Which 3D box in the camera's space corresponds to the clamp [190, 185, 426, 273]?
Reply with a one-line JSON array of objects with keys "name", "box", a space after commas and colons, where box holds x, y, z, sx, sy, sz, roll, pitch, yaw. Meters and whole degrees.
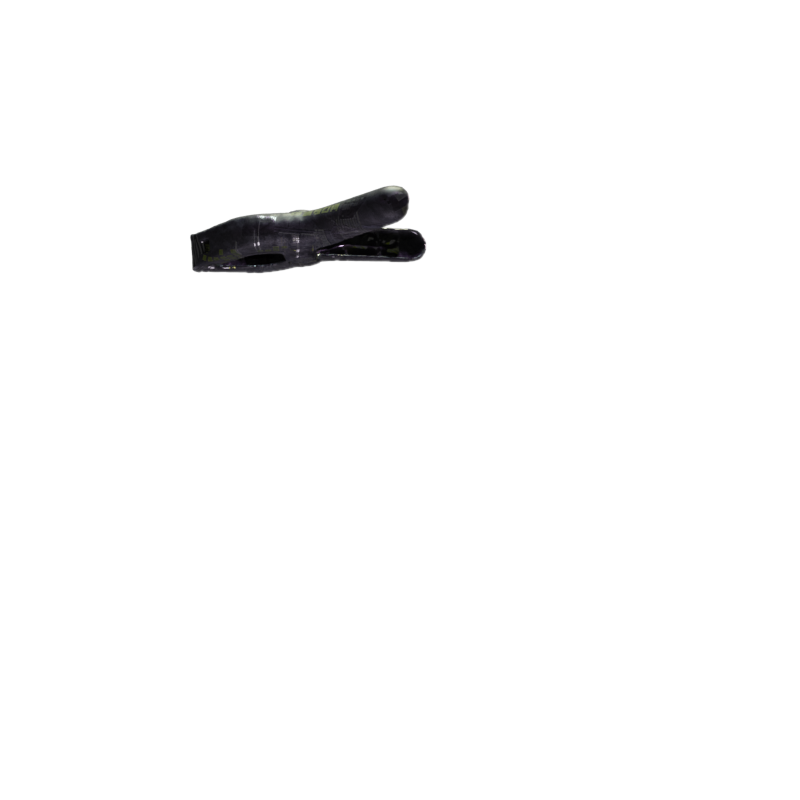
[{"name": "clamp", "box": [-0.063, -0.114, 0.799, 0.174, 0.041, 0.113, -5, -16, 18]}]
